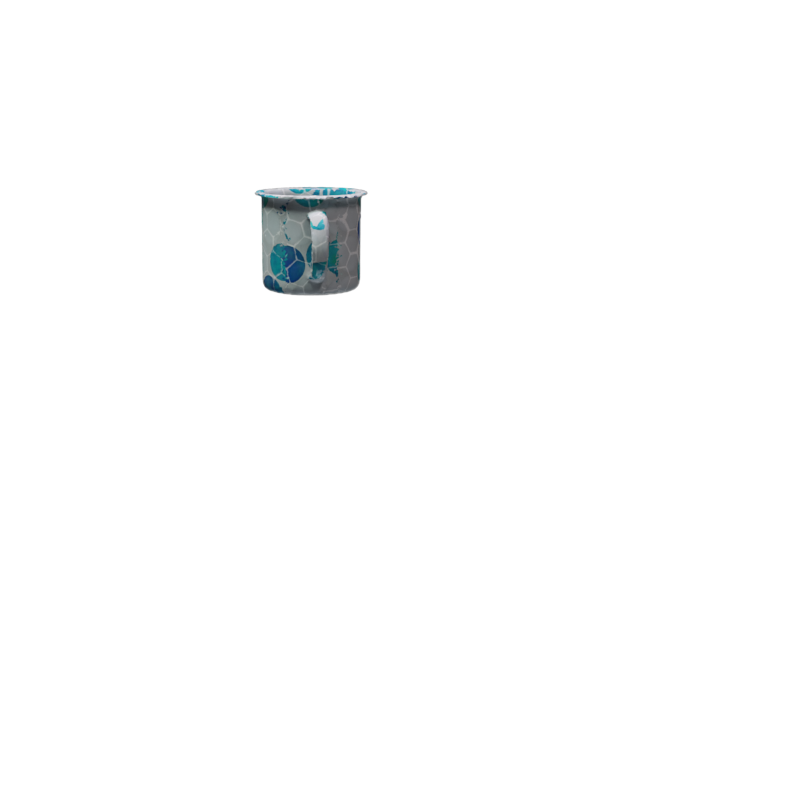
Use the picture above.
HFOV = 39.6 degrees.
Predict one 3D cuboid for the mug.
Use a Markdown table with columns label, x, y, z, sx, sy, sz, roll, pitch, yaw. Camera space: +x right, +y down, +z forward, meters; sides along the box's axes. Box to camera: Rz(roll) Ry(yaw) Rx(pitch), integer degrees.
| label | x | y | z | sx | sy | sz | roll | pitch | yaw |
| --- | --- | --- | --- | --- | --- | --- | --- | --- | --- |
| mug | -0.071 | -0.130 | 0.908 | 0.092 | 0.080 | 0.122 | -2 | 13 | -11 |
